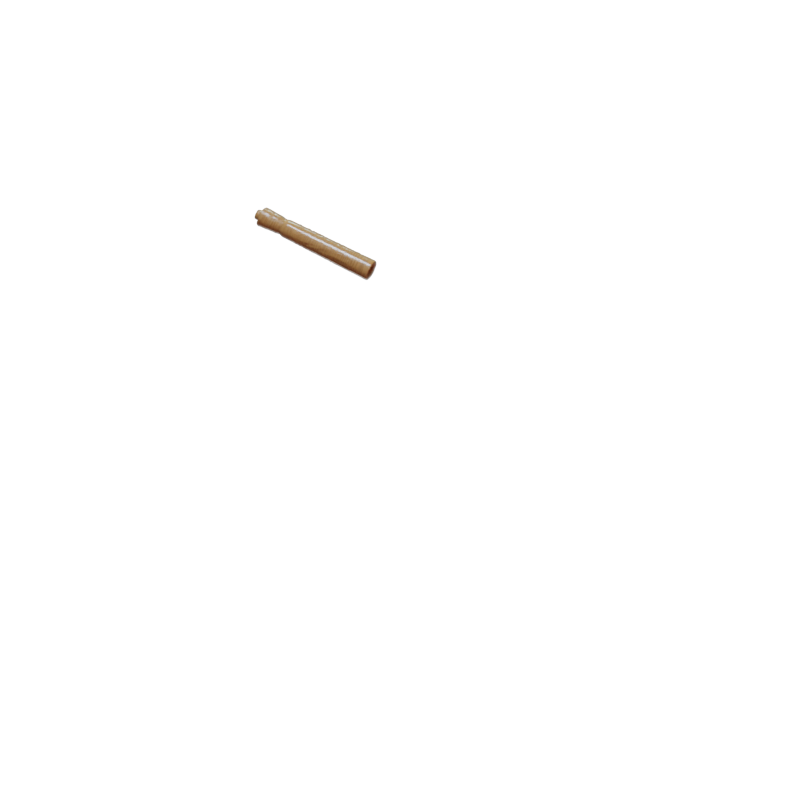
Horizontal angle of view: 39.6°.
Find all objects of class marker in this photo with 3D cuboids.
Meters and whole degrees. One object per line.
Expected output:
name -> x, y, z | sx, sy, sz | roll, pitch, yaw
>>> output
marker -> -0.078, -0.142, 0.998 | 0.126, 0.019, 0.019 | 28, 12, 17
